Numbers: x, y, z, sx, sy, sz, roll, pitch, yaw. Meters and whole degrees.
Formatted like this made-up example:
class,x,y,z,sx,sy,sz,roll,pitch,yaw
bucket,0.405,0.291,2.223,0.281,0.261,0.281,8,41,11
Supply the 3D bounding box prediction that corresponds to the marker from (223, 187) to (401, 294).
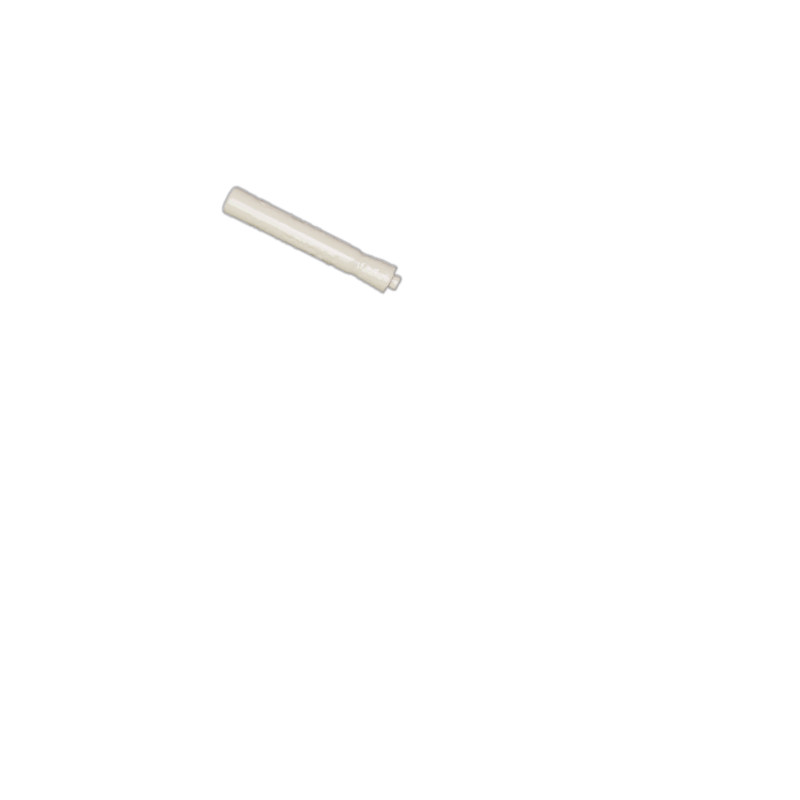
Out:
class,x,y,z,sx,sy,sz,roll,pitch,yaw
marker,-0.055,-0.100,0.703,0.122,0.020,0.020,27,5,5
